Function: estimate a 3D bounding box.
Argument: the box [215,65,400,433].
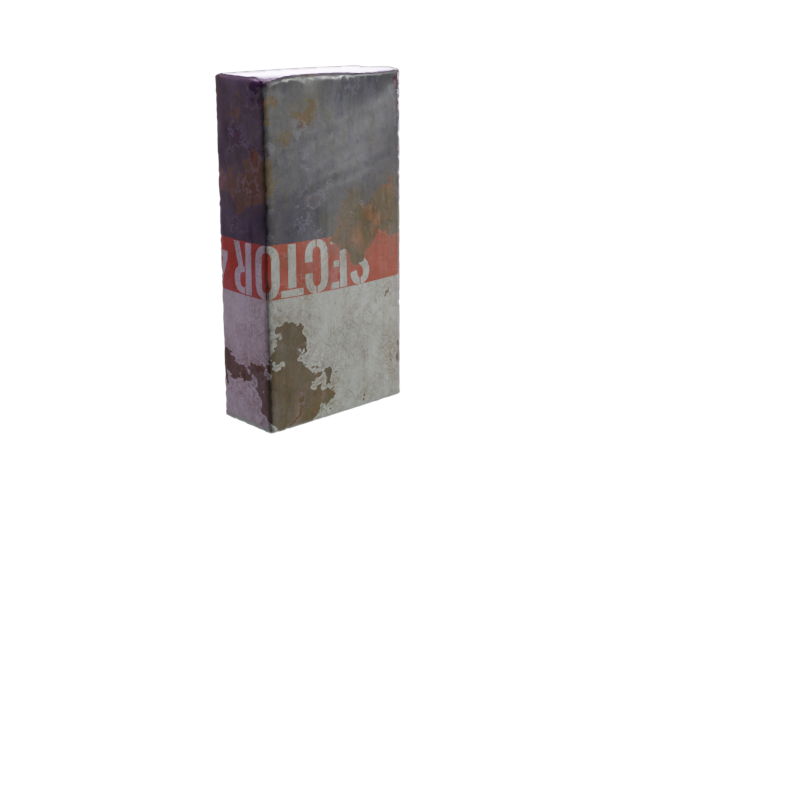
[{"bbox_3d":[-0.045,-0.081,0.570,0.091,0.170,0.051,-14,21,-41],"label":"box"}]
